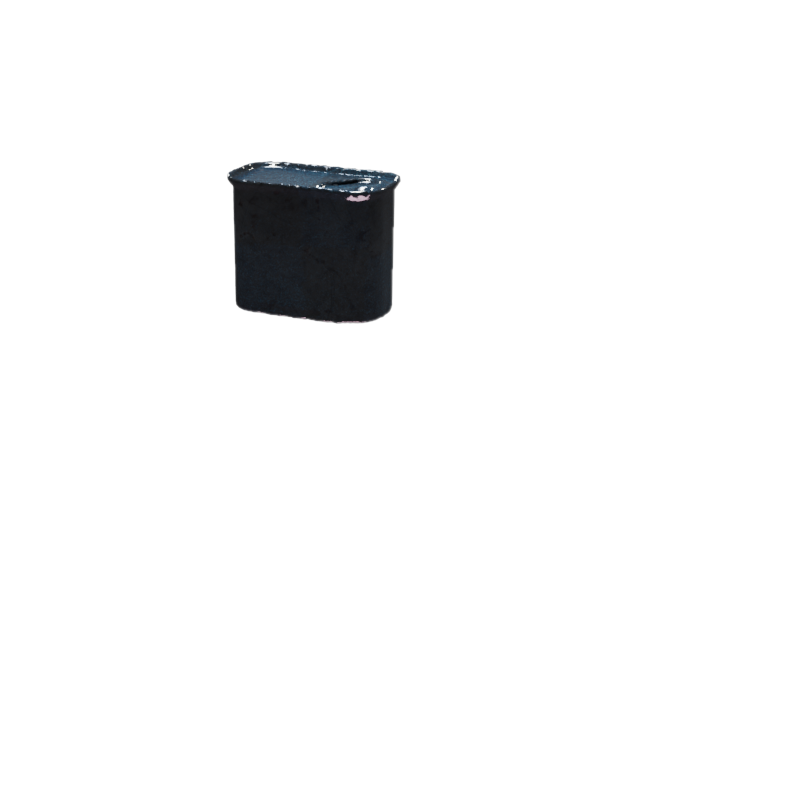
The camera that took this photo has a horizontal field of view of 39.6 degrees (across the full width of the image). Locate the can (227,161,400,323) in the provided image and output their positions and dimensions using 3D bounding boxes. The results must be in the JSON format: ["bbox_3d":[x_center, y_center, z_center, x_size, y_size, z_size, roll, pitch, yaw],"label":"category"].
[{"bbox_3d":[-0.053,-0.096,0.676,0.105,0.080,0.058,9,20,20],"label":"can"}]
